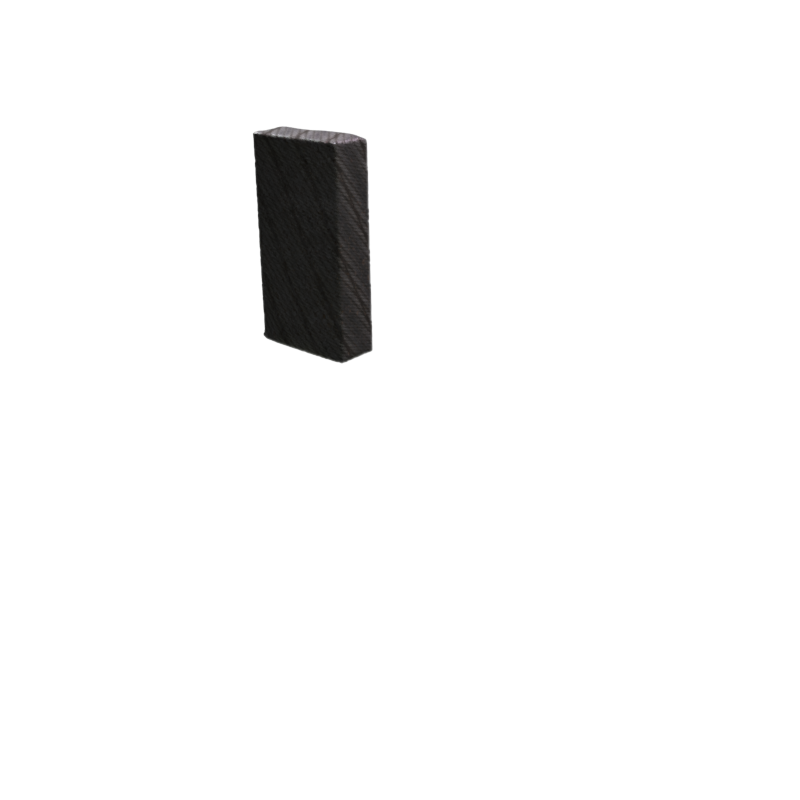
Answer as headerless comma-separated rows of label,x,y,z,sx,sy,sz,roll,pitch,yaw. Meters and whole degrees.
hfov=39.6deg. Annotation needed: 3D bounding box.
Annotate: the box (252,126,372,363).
box,-0.069,-0.127,0.887,0.099,0.170,0.047,15,20,40
